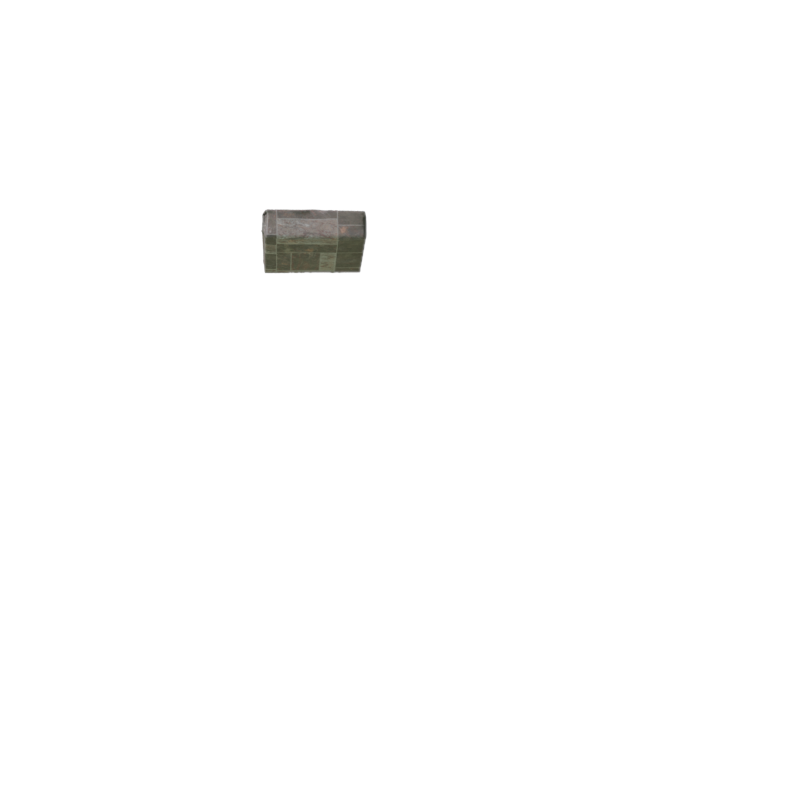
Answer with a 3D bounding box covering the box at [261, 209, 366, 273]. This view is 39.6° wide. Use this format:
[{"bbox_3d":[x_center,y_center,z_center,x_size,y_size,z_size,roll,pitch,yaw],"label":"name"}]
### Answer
[{"bbox_3d":[-0.076,-0.138,0.969,0.089,0.032,0.070,1,-20,-3],"label":"box"}]
